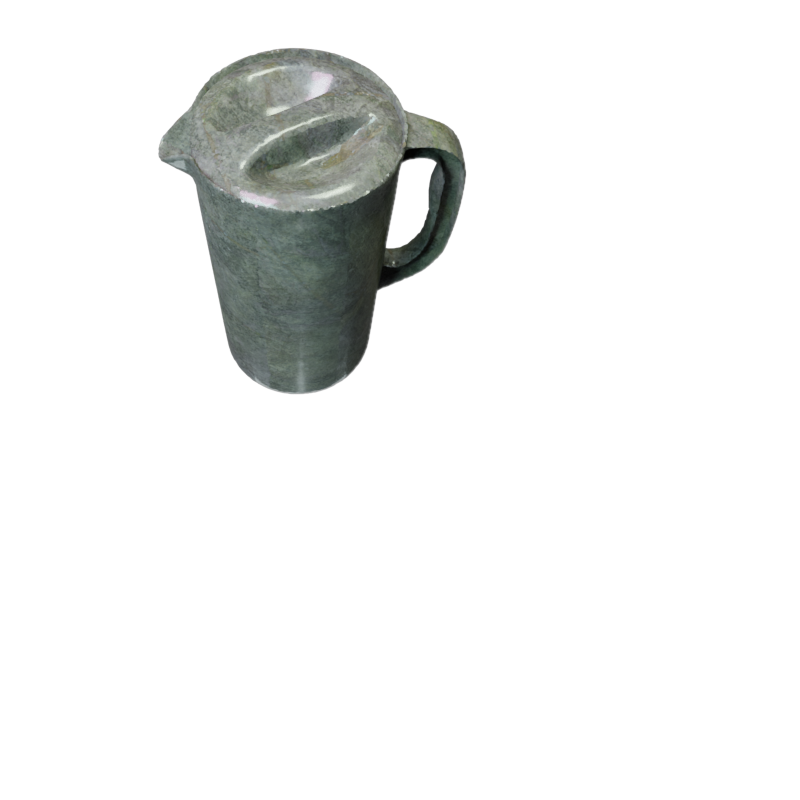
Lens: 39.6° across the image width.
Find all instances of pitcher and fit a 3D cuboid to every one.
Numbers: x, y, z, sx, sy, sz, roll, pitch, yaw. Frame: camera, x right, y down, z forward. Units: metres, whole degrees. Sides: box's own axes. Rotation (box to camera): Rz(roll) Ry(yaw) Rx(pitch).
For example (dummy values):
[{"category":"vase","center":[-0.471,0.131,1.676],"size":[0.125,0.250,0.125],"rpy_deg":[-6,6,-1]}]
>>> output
[{"category":"pitcher","center":[-0.059,-0.107,0.749],"size":[0.157,0.147,0.227],"rpy_deg":[36,-27,18]}]
